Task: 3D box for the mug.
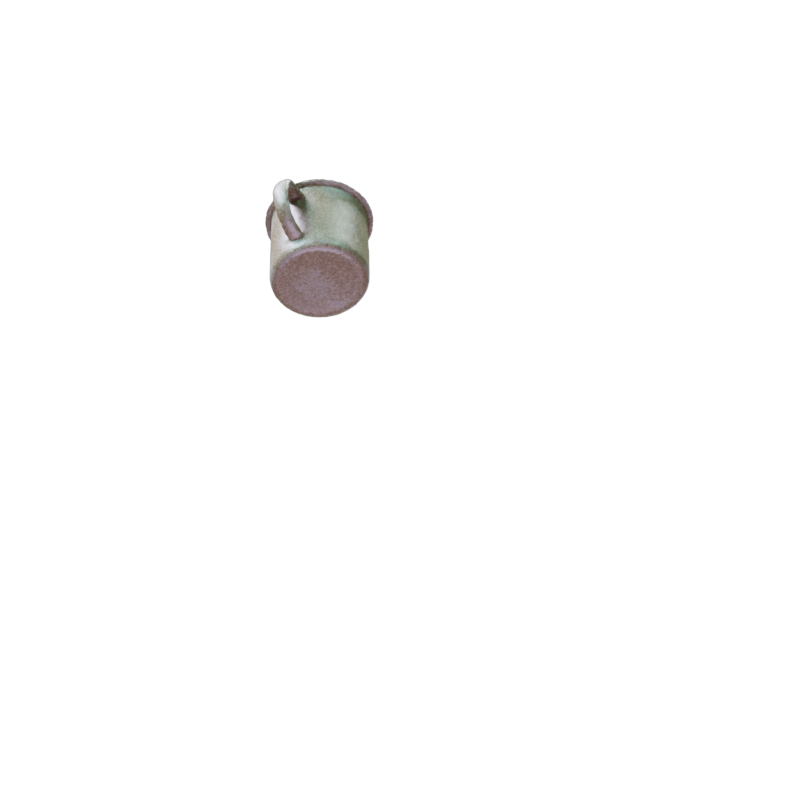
[{"bbox_3d":[-0.072,-0.131,0.917,0.094,0.087,0.108,-19,-50,15],"label":"mug"}]
